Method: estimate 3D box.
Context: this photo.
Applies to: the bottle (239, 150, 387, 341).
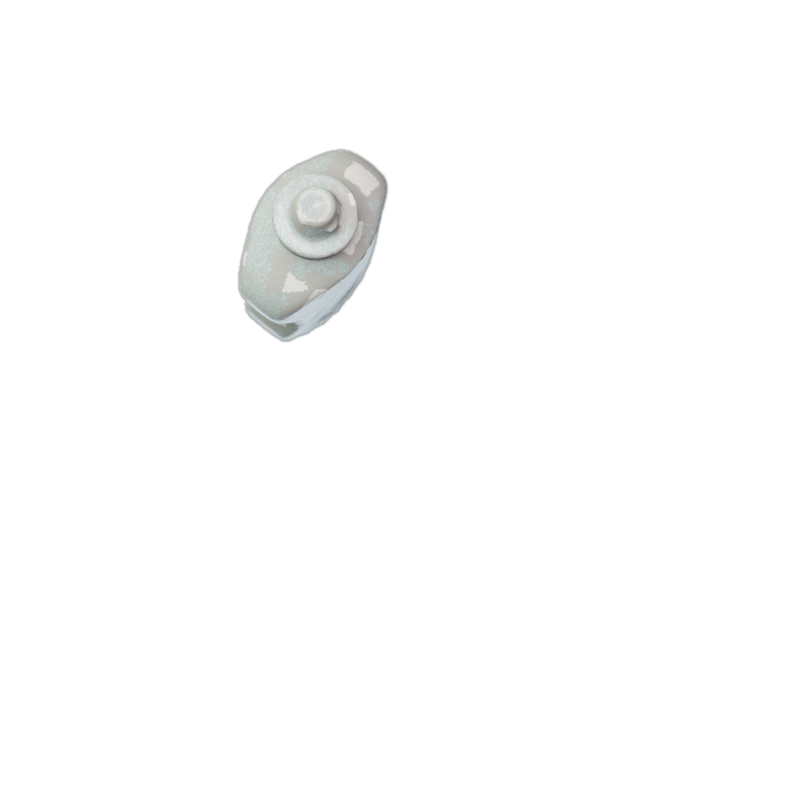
[{"bbox_3d":[-0.046,-0.084,0.591,0.059,0.097,0.189,39,-5,-1],"label":"bottle"}]
